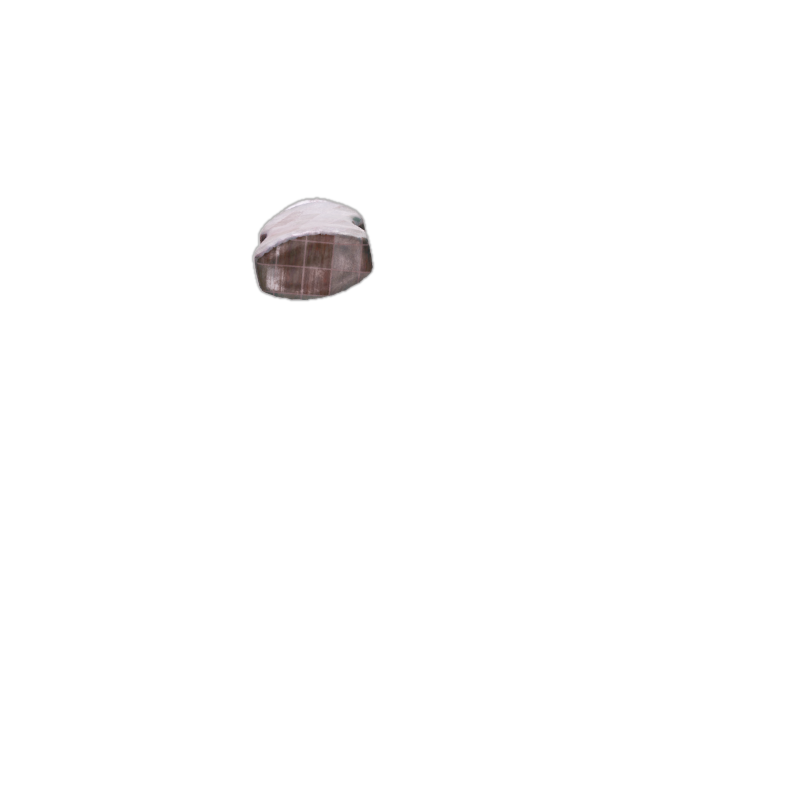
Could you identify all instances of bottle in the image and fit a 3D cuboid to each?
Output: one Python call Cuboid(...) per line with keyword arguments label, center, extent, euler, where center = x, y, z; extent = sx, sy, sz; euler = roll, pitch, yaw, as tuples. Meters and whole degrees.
Cuboid(label="bottle", center=(-0.077, -0.141, 0.984), extent=(0.096, 0.056, 0.199), euler=(-12, 20, 0))
